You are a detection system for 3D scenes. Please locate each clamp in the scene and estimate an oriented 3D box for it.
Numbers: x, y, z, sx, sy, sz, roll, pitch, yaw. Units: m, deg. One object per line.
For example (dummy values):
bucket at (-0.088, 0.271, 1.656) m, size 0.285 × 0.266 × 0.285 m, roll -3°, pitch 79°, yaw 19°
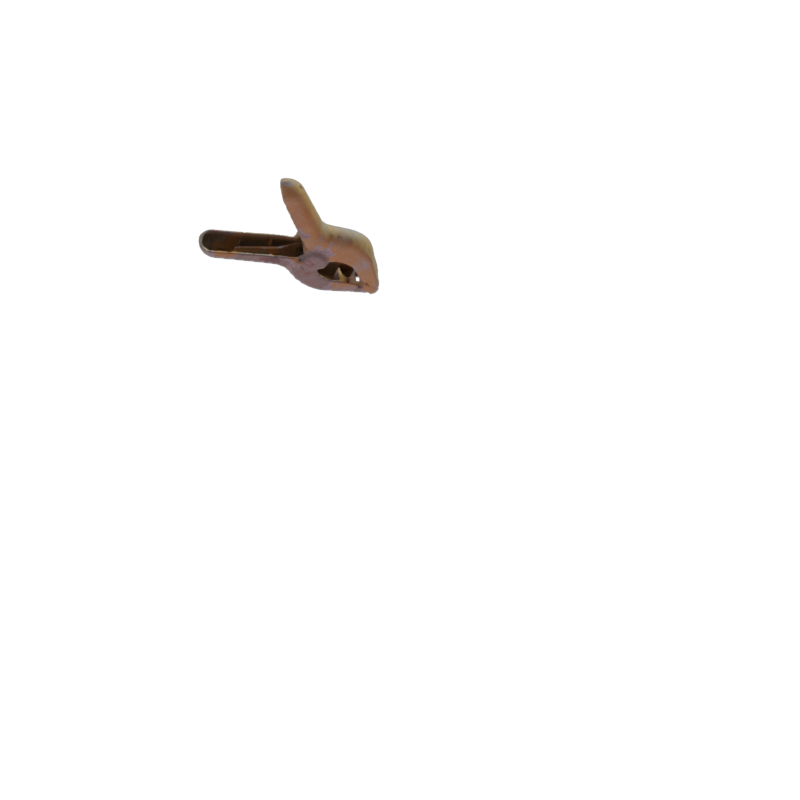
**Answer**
clamp at (-0.076, -0.138, 0.969) m, size 0.163 × 0.041 × 0.120 m, roll 14°, pitch -25°, yaw -33°
